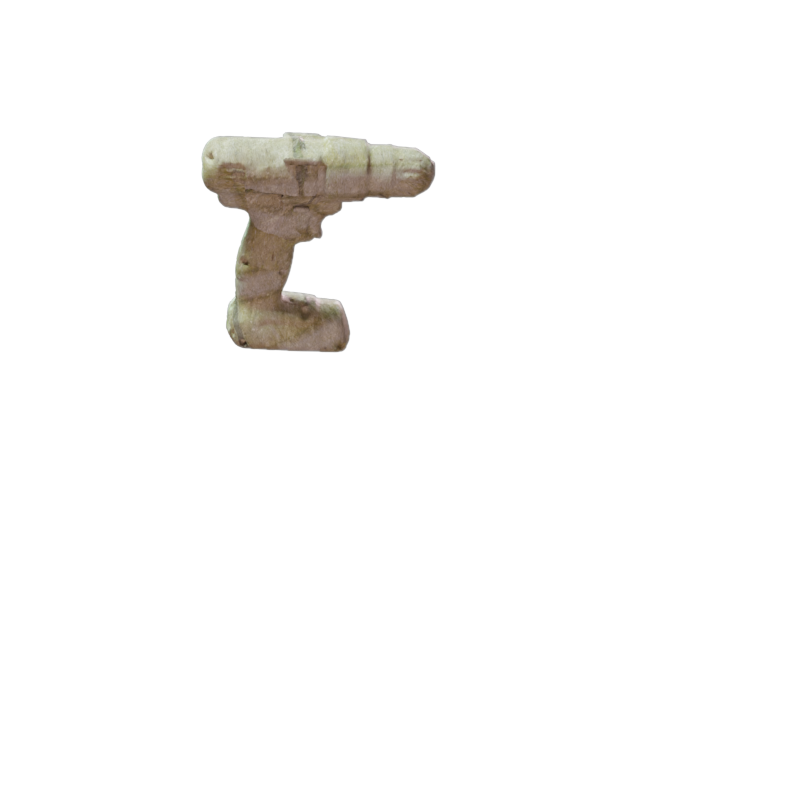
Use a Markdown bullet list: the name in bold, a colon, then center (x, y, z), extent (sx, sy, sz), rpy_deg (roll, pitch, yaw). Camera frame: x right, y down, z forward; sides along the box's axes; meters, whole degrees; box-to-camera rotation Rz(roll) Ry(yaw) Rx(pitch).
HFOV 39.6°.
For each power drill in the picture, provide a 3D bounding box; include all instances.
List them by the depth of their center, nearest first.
- **power drill**: center (-0.071, -0.130, 0.909), extent (0.184, 0.177, 0.061), rpy_deg (4, 31, -3)
